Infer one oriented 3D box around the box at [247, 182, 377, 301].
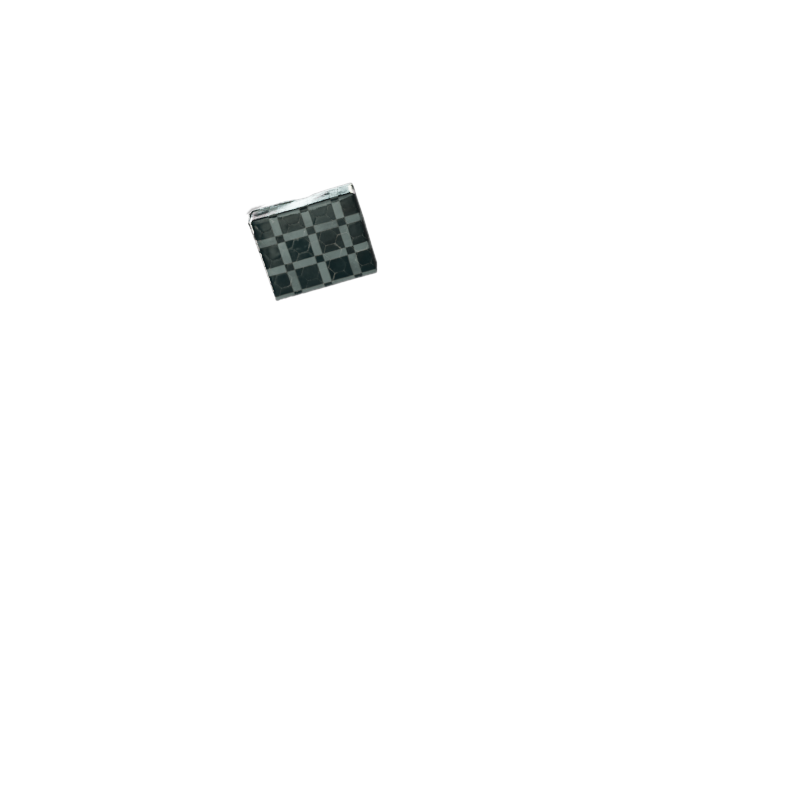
[{"bbox_3d":[-0.071,-0.128,0.899,0.089,0.069,0.032,-15,24,6],"label":"box"}]
